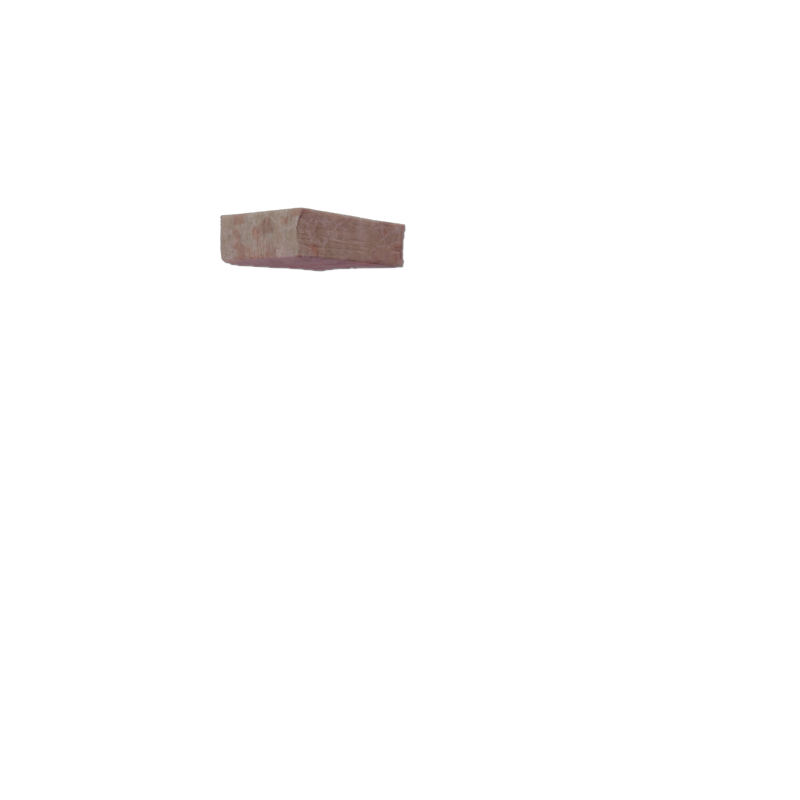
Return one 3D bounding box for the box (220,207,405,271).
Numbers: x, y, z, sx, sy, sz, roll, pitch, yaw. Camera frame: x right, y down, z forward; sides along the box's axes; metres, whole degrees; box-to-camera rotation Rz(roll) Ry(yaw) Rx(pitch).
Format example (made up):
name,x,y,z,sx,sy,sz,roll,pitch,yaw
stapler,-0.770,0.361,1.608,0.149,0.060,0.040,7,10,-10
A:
name,x,y,z,sx,sy,sz,roll,pitch,yaw
box,-0.065,-0.119,0.832,0.093,0.039,0.109,2,3,43
